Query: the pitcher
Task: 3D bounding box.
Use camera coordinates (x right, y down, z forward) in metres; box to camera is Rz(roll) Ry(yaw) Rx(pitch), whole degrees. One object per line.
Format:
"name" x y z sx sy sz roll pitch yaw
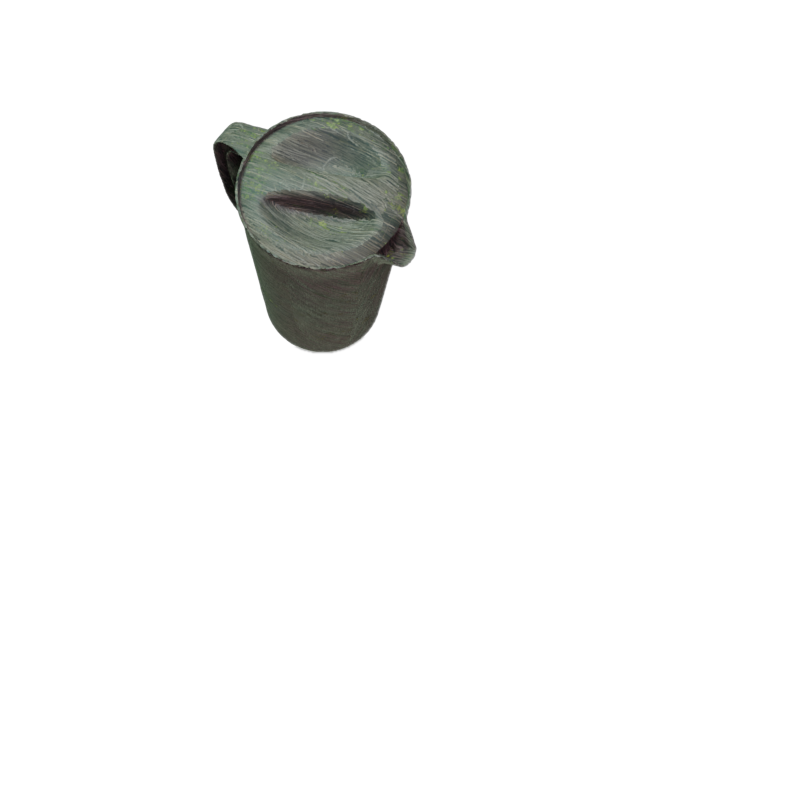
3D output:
"pitcher" -0.073 -0.134 0.936 0.144 0.157 0.232 -8 -18 -6
